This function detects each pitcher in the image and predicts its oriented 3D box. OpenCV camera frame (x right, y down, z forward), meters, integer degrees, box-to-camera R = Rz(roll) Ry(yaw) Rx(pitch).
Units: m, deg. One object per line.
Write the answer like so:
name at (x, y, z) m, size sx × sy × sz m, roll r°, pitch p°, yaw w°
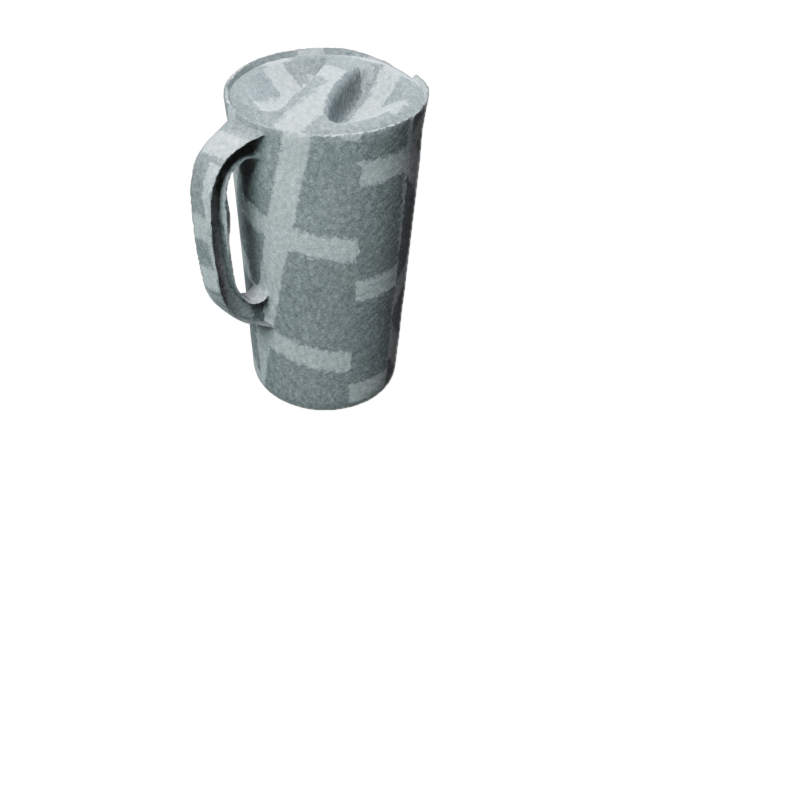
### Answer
pitcher at (-0.061, -0.111, 0.774) m, size 0.149 × 0.227 × 0.155 m, roll 2°, pitch 36°, yaw -1°
